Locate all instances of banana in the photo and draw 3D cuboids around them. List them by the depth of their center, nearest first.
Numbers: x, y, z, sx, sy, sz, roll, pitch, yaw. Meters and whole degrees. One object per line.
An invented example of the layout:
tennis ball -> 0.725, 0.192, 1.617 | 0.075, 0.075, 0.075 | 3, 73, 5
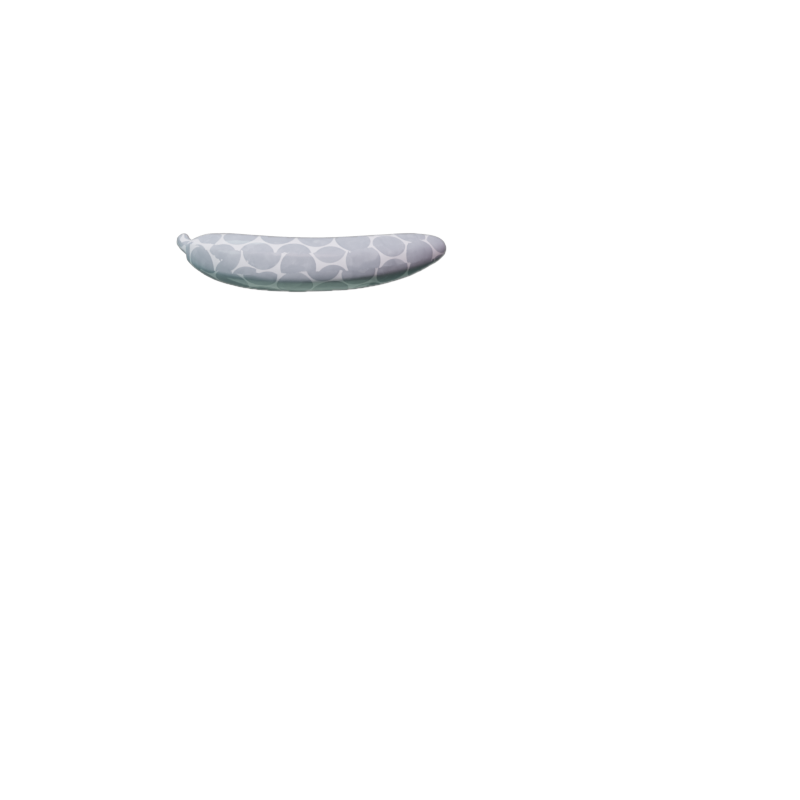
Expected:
banana -> -0.067, -0.102, 0.780 | 0.199, 0.034, 0.074 | 3, 35, 5
